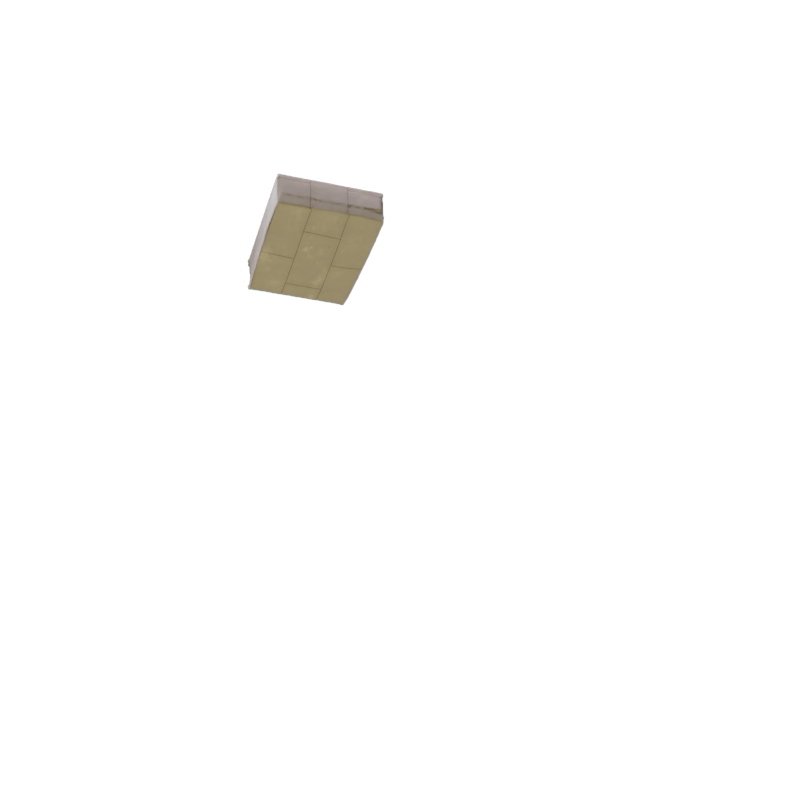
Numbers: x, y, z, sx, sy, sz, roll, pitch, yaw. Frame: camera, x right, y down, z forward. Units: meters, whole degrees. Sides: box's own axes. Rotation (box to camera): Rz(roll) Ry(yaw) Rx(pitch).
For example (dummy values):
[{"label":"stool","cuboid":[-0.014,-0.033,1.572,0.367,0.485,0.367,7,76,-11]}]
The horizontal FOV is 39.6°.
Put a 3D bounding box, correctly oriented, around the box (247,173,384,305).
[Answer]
[{"label":"box","cuboid":[-0.072,-0.132,0.922,0.088,0.042,0.108,11,-42,-14]}]
